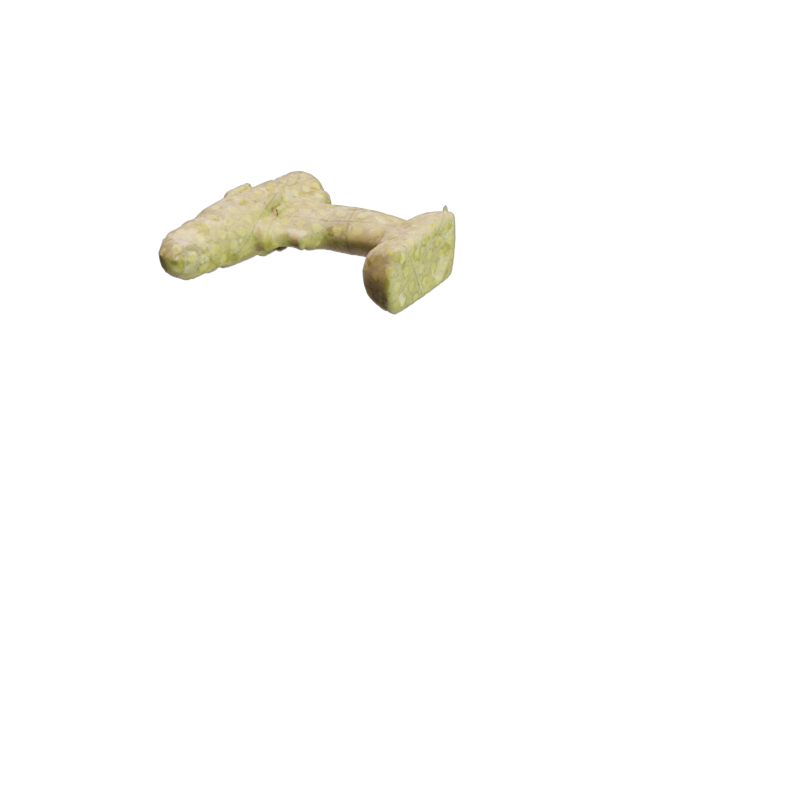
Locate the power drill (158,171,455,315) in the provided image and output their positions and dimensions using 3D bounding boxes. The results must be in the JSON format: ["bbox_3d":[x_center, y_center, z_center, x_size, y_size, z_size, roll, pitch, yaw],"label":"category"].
[{"bbox_3d":[-0.067,-0.122,0.853,0.197,0.054,0.186,18,35,28],"label":"power drill"}]
